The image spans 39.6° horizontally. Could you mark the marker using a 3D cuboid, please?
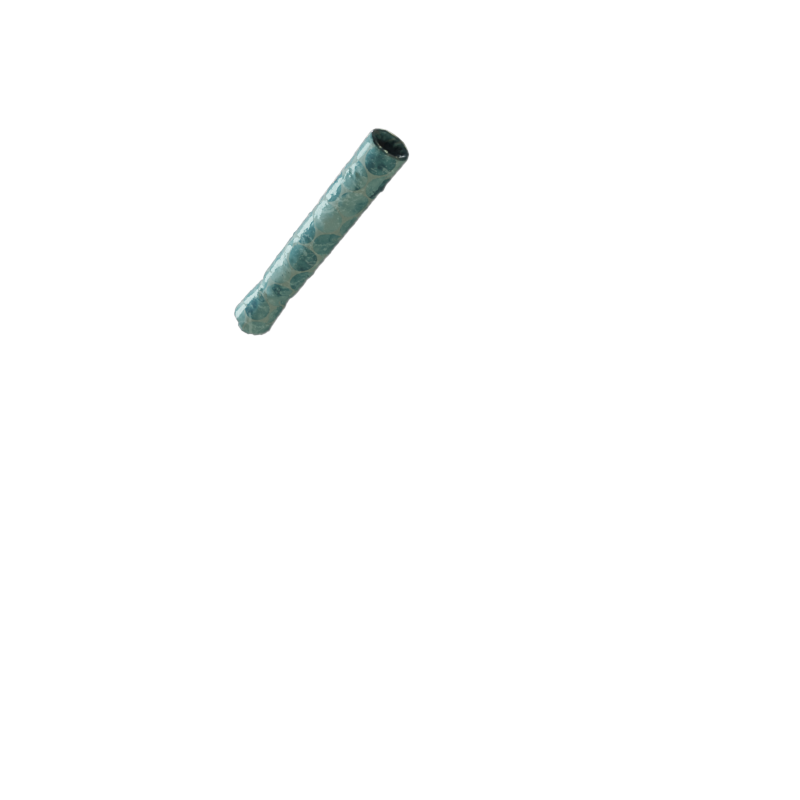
[{"bbox_3d":[-0.037,-0.068,0.476,0.019,0.021,0.118,-2,-34,-45],"label":"marker"}]
